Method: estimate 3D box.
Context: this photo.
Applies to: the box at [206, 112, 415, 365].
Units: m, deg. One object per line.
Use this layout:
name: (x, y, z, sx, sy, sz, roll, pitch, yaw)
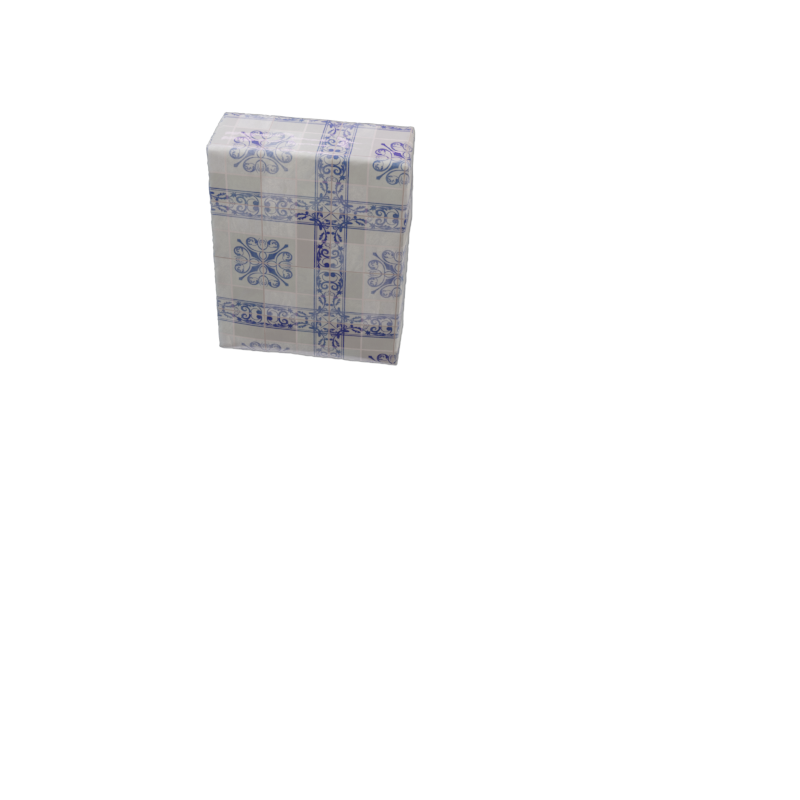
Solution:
box: (-0.075, -0.136, 0.952, 0.166, 0.200, 0.076, 7, 39, 6)
